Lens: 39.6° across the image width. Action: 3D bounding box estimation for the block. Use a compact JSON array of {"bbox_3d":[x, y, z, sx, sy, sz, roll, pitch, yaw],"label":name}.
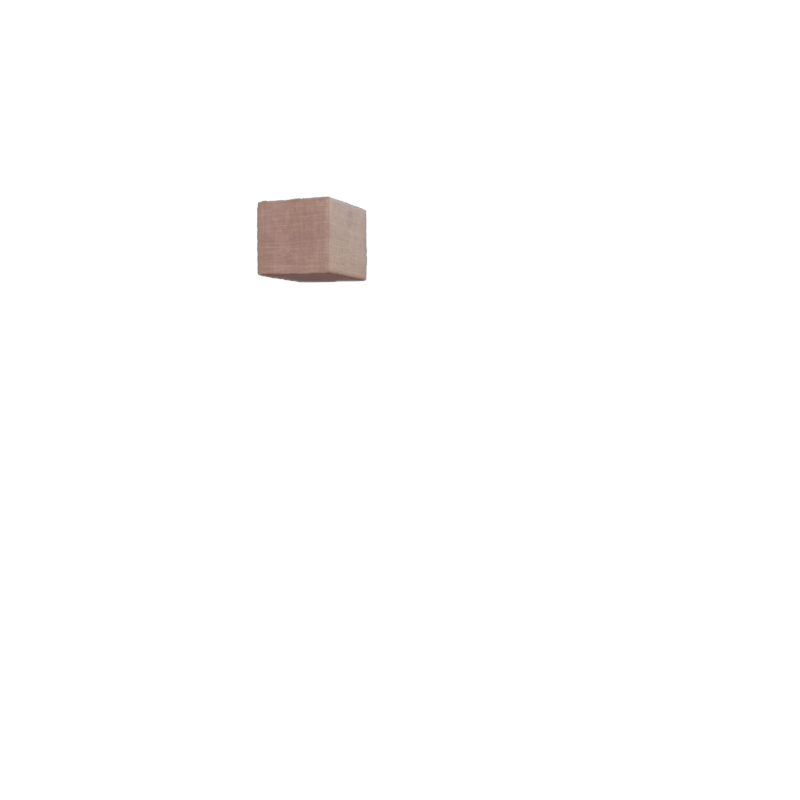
[{"bbox_3d":[-0.060,-0.109,0.763,0.054,0.052,0.076,-1,0,19],"label":"block"}]
